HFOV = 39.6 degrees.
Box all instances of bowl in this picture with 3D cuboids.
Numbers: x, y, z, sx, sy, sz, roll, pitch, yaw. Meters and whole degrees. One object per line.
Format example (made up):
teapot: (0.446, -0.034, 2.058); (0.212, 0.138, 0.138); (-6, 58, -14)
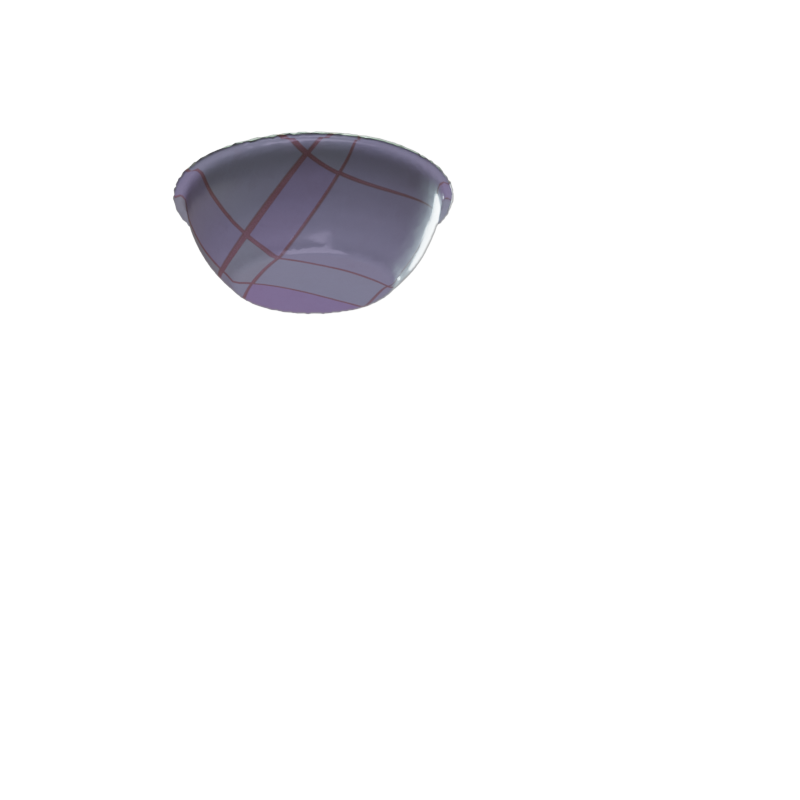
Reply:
bowl: (-0.049, -0.090, 0.632); (0.162, 0.058, 0.155); (0, -18, -2)
